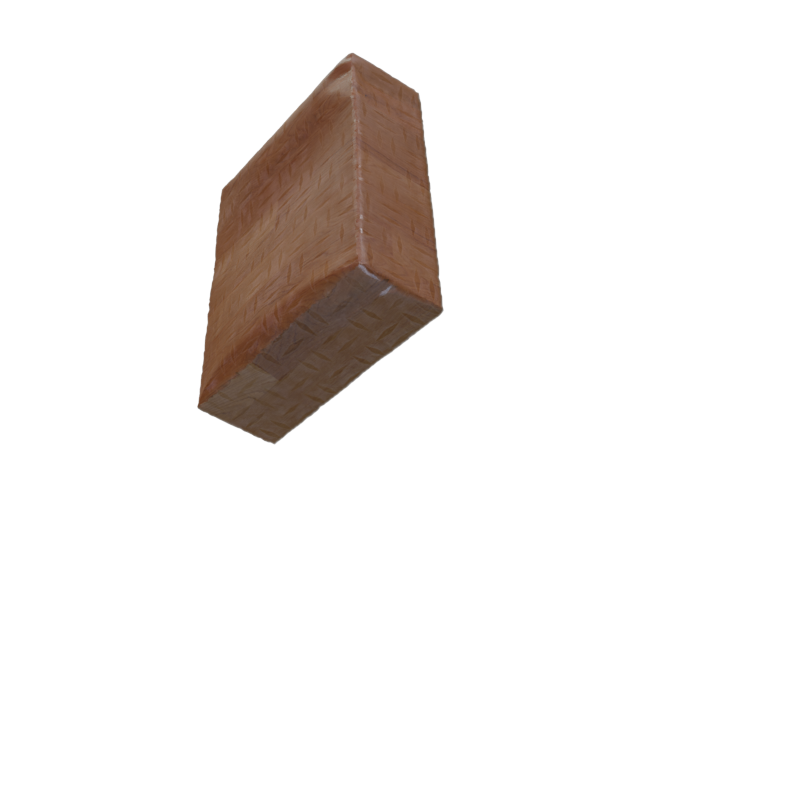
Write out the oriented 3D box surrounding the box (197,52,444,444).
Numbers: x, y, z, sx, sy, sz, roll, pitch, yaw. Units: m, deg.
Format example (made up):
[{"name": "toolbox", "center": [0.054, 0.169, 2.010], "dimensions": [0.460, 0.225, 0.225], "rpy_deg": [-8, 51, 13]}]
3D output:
[{"name": "box", "center": [-0.058, -0.105, 0.736], "dimensions": [0.068, 0.230, 0.162], "rpy_deg": [29, -51, -31]}]
